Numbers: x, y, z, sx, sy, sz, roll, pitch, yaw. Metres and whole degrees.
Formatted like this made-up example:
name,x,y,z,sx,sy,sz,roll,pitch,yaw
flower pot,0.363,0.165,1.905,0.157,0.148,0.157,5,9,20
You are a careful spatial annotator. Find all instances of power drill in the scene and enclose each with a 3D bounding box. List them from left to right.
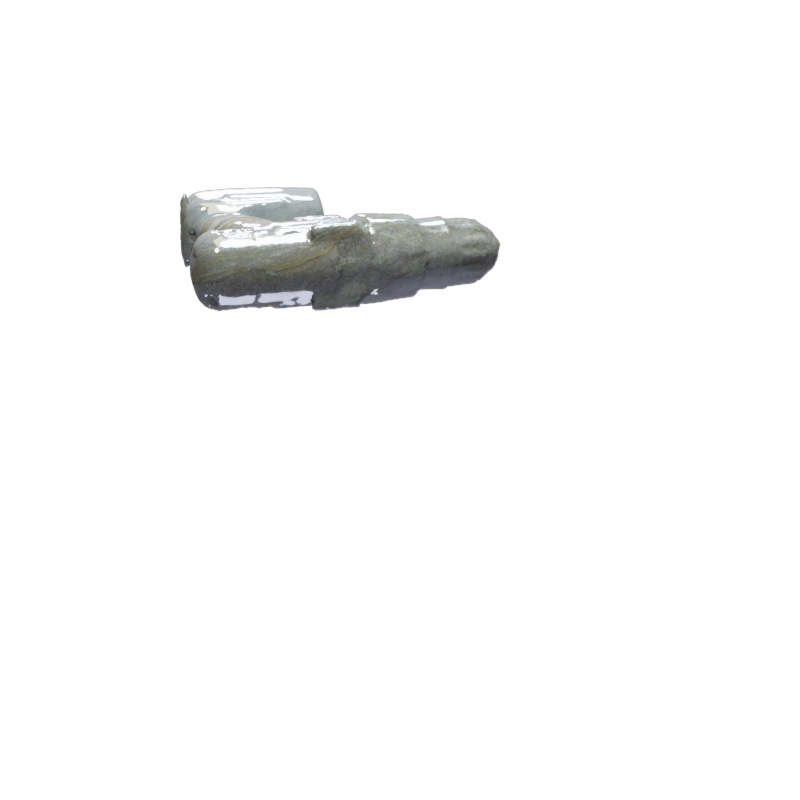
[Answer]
name,x,y,z,sx,sy,sz,roll,pitch,yaw
power drill,-0.055,-0.100,0.700,0.180,0.056,0.197,-5,15,-20
